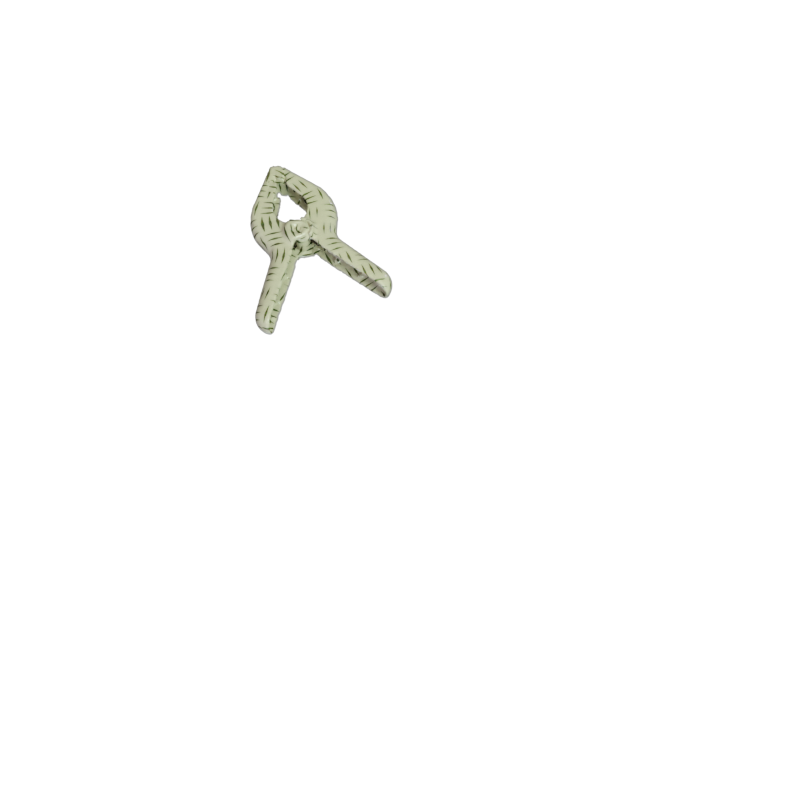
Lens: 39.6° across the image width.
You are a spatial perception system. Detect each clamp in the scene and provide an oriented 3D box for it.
[{"bbox_3d":[-0.077,-0.141,0.988,0.119,0.184,0.037,-8,-32,-5],"label":"clamp"}]
